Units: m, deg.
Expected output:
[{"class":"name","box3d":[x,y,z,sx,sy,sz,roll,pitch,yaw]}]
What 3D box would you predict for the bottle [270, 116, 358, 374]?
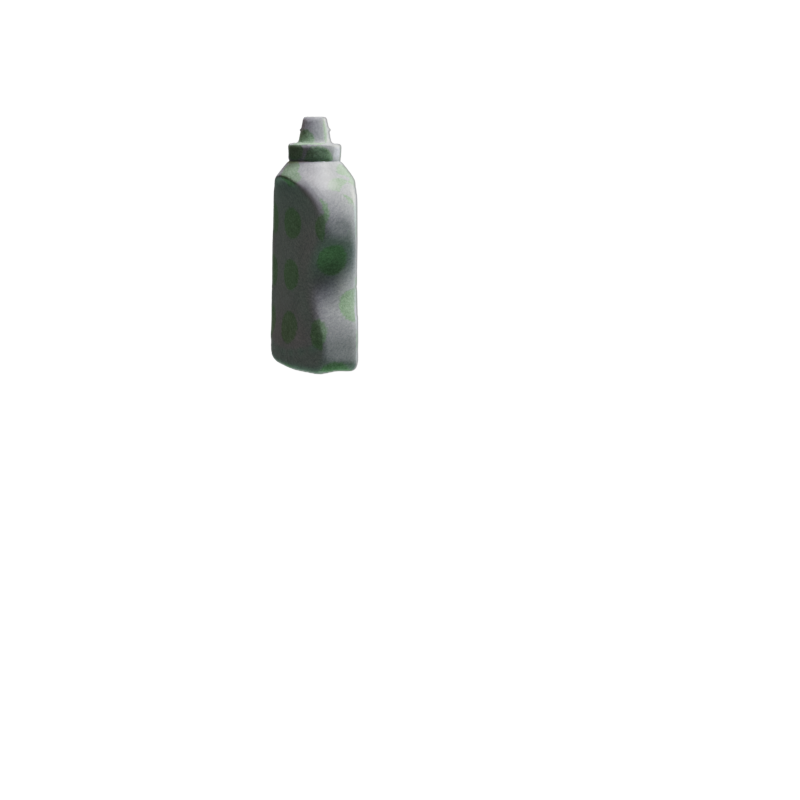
[{"class":"bottle","box3d":[-0.067,-0.122,0.857,0.057,0.189,0.100,-3,8,-26]}]
